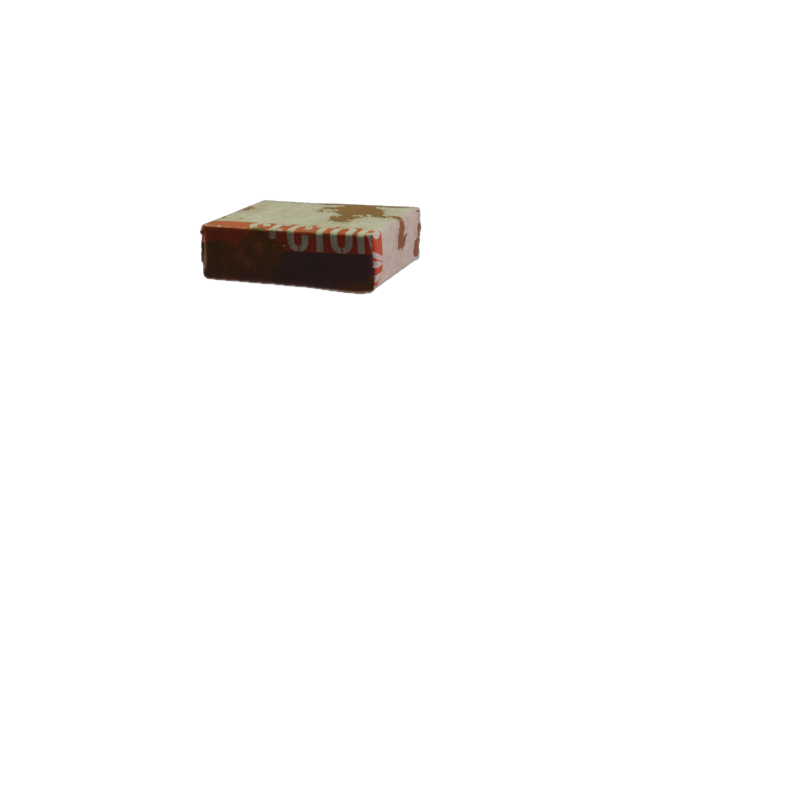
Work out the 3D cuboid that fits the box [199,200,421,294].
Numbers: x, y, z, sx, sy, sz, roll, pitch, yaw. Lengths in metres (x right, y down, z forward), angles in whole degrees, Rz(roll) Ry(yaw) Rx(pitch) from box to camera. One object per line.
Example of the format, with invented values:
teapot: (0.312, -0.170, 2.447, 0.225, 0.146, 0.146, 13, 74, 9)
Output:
box: (-0.054, -0.098, 0.684, 0.117, 0.037, 0.091, 8, 21, 19)
